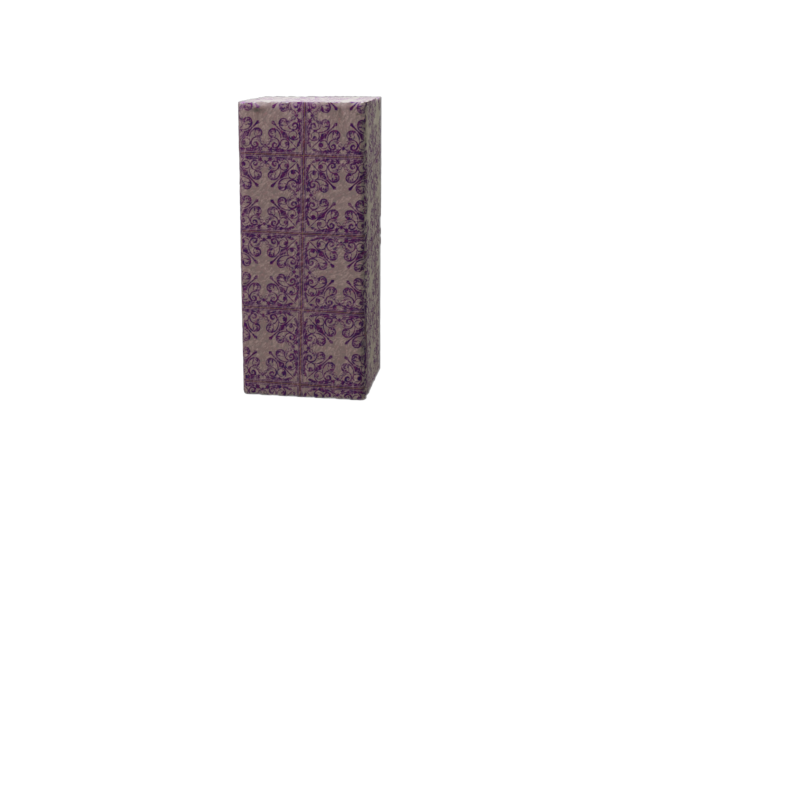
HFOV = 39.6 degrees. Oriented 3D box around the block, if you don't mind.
[{"bbox_3d":[-0.063,-0.114,0.799,0.092,0.201,0.091,2,11,8],"label":"block"}]
